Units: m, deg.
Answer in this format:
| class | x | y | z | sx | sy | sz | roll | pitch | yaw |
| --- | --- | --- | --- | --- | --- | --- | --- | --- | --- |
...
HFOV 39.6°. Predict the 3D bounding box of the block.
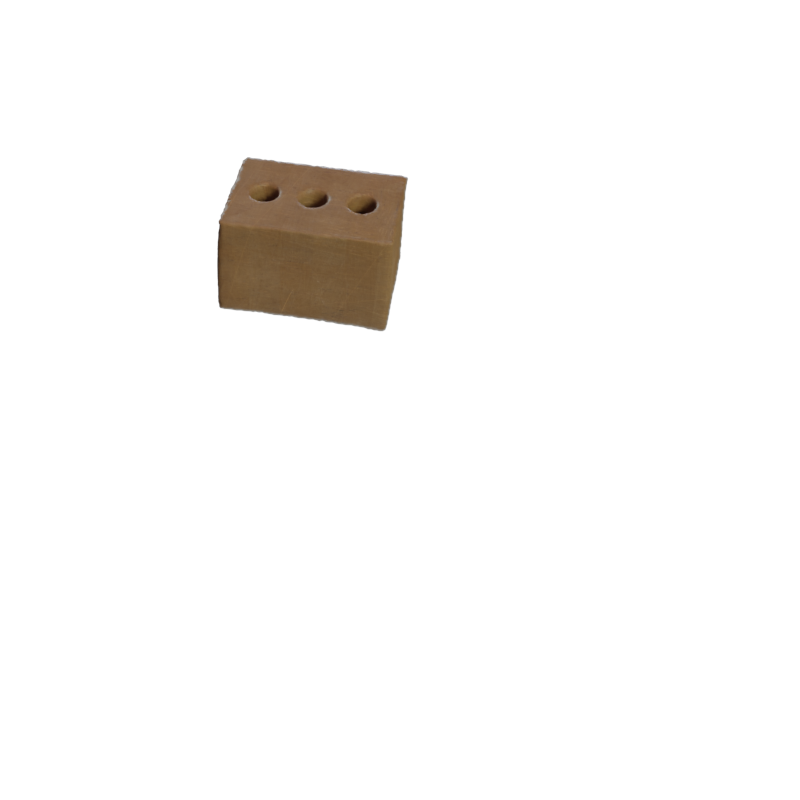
| class | x | y | z | sx | sy | sz | roll | pitch | yaw |
| --- | --- | --- | --- | --- | --- | --- | --- | --- | --- |
| block | -0.039 | -0.071 | 0.500 | 0.079 | 0.048 | 0.056 | 7 | 44 | 7 |
